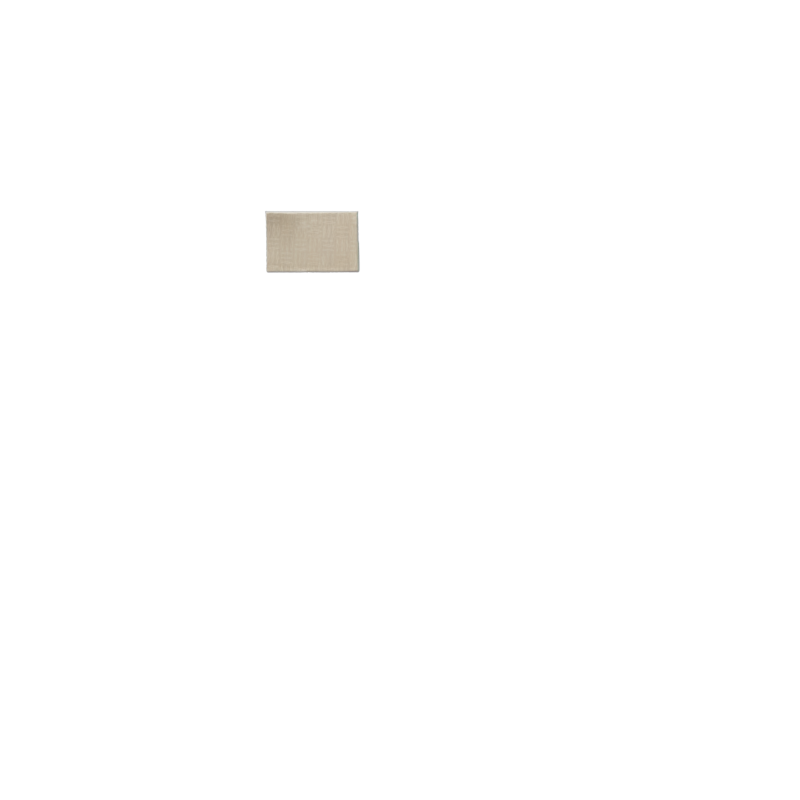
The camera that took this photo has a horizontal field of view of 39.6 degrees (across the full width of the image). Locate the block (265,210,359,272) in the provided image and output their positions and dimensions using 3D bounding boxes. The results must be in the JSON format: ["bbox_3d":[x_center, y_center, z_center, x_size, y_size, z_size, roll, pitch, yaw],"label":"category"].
[{"bbox_3d":[-0.072,-0.132,0.921,0.078,0.051,0.053,0,4,0],"label":"block"}]
